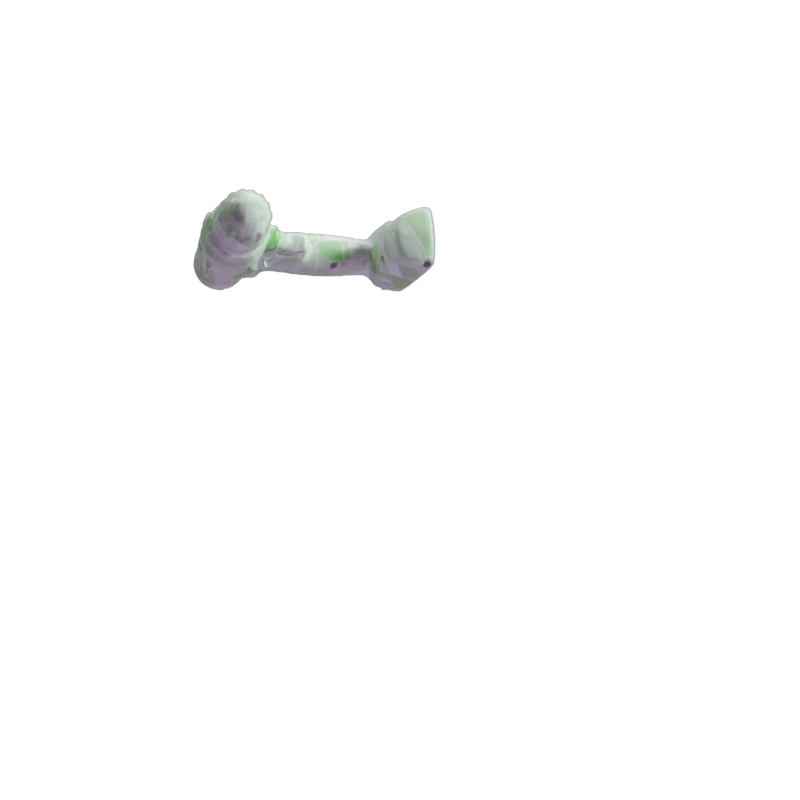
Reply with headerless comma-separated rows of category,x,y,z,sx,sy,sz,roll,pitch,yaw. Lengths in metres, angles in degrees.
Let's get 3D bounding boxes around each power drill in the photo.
power drill,-0.071,-0.129,0.906,0.184,0.059,0.184,2,-7,-15
